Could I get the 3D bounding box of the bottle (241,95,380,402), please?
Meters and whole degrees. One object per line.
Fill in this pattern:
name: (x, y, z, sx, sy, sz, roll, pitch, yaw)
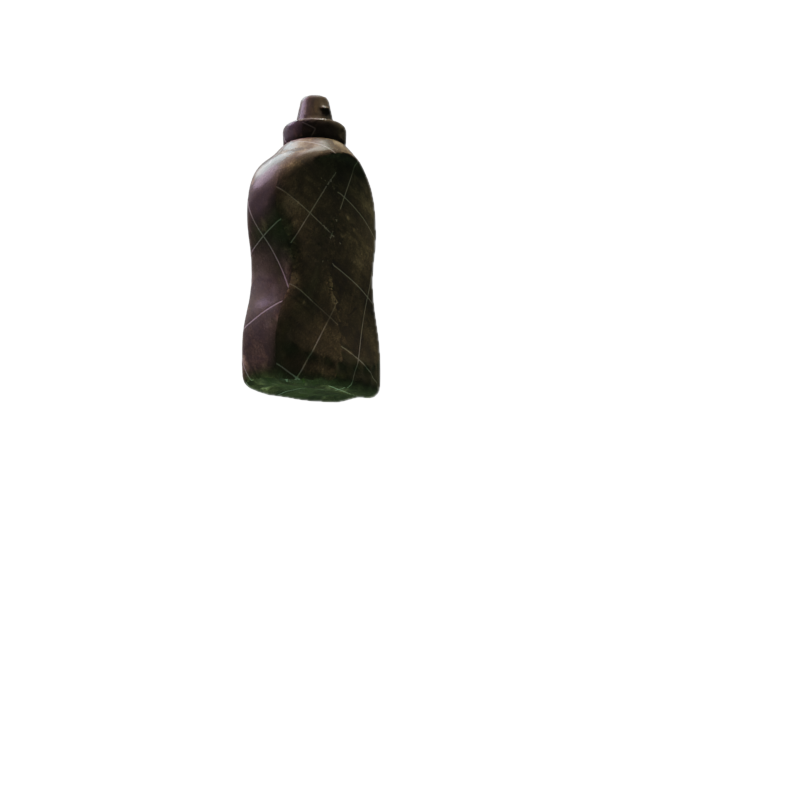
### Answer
bottle: (-0.054, -0.099, 0.693, 0.059, 0.199, 0.091, -15, -20, 40)
